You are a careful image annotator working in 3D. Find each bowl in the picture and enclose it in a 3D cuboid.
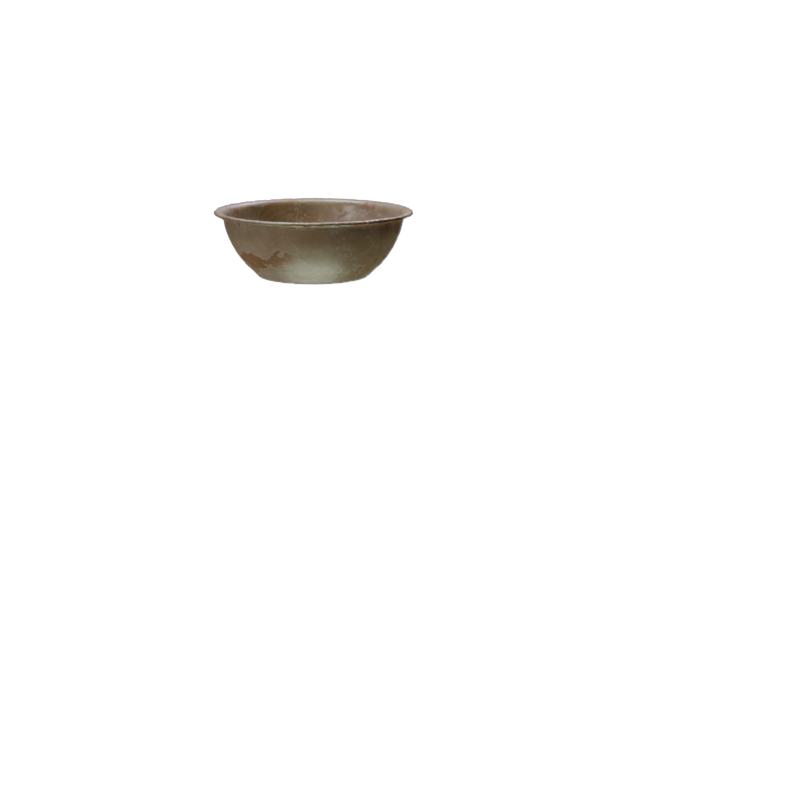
[{"bbox_3d":[-0.071,-0.129,0.905,0.162,0.053,0.167,-1,15,-2],"label":"bowl"}]
